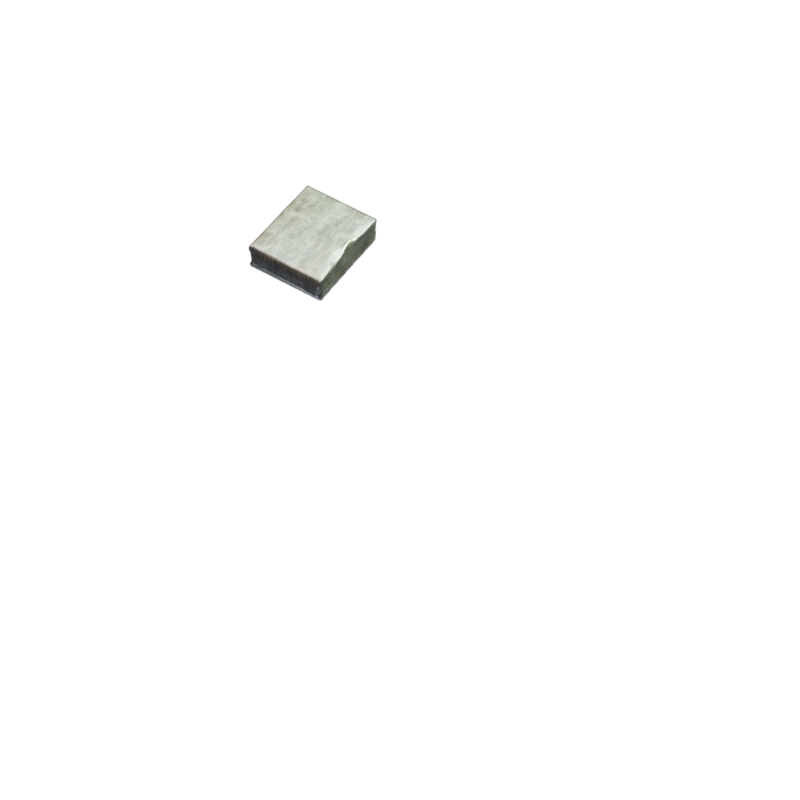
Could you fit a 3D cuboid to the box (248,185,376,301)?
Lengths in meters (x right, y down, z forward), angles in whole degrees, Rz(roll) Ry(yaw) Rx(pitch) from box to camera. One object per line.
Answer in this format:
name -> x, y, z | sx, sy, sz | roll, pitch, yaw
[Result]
box -> -0.073, -0.134, 0.938 | 0.076, 0.091, 0.028 | 27, -35, 20
